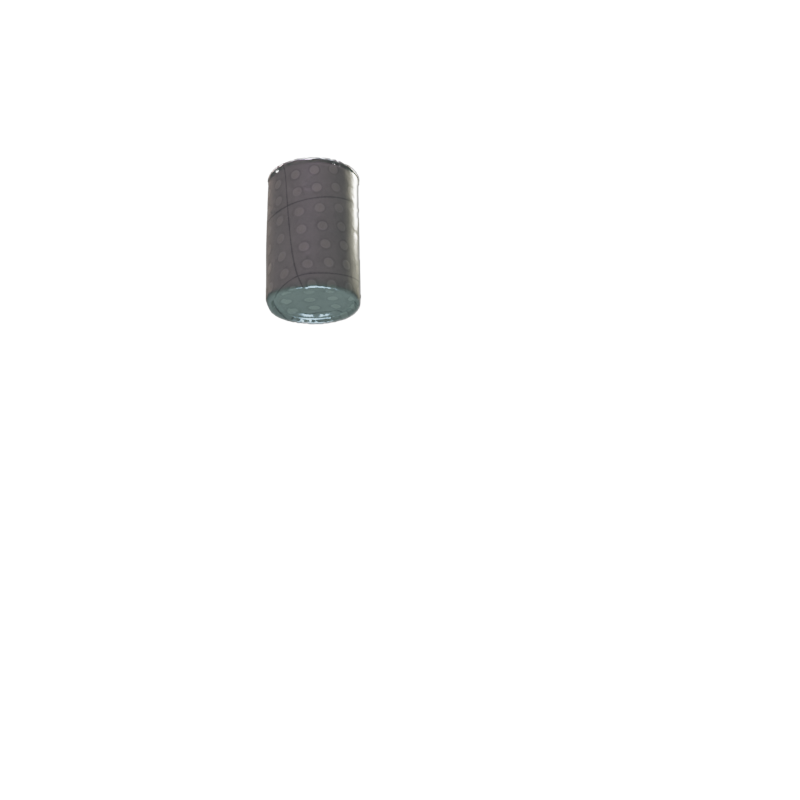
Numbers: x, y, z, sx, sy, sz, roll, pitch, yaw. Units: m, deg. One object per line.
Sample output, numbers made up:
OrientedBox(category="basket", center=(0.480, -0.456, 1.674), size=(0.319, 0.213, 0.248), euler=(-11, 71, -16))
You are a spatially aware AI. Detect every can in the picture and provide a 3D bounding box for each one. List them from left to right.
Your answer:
OrientedBox(category="can", center=(-0.062, -0.114, 0.797), size=(0.068, 0.108, 0.065), euler=(0, -24, -2))
